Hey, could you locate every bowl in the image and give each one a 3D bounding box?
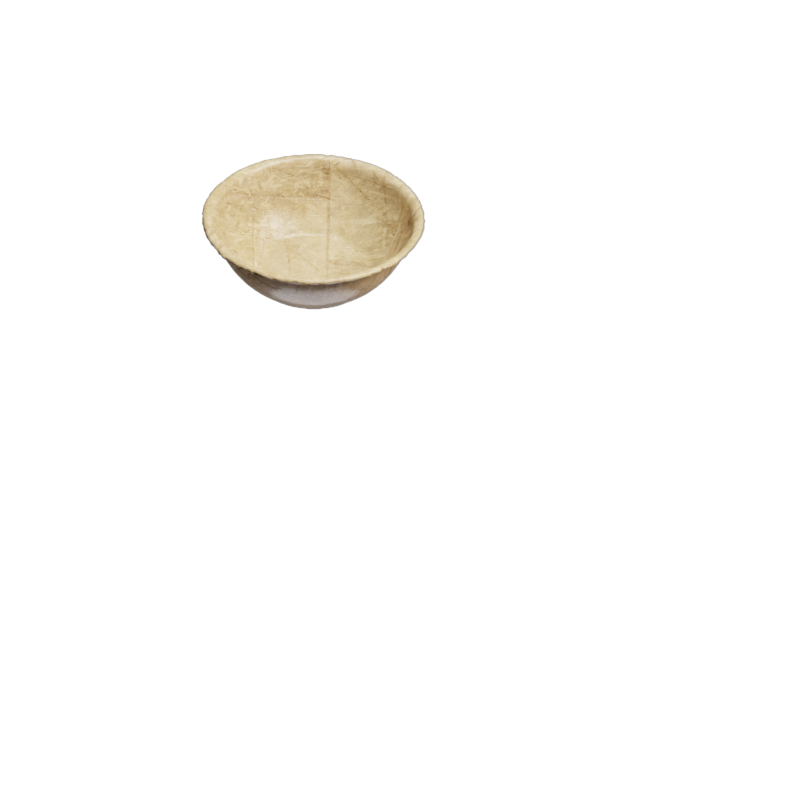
[{"bbox_3d":[-0.064,-0.117,0.818,0.162,0.051,0.174,-1,41,-2],"label":"bowl"}]
